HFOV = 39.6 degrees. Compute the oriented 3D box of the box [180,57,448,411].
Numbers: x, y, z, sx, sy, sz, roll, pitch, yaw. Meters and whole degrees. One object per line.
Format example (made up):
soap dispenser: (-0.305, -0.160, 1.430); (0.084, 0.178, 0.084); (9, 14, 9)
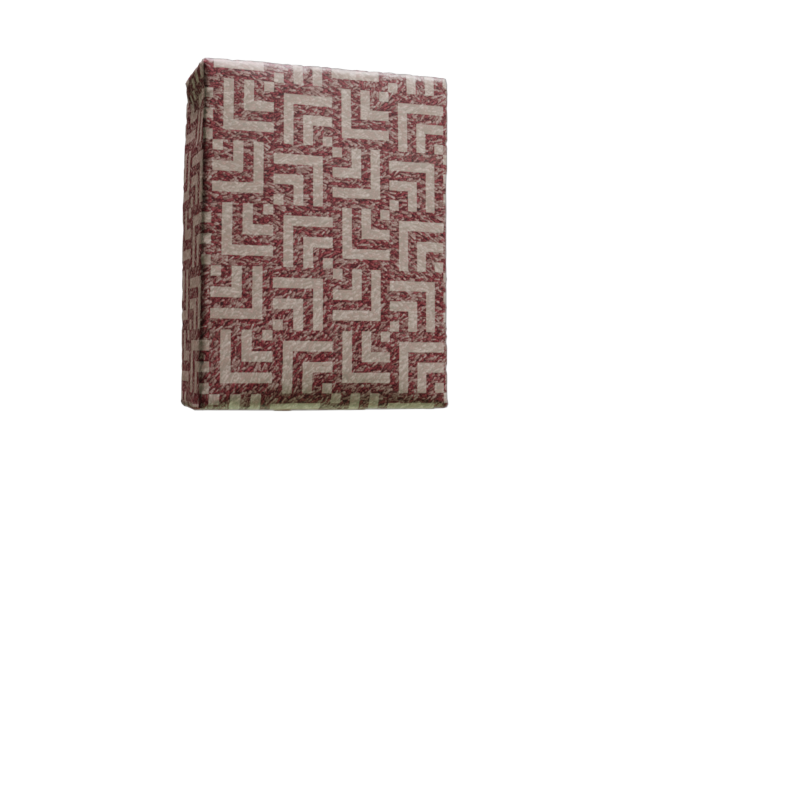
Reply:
box: (-0.056, -0.102, 0.712); (0.160, 0.217, 0.073); (1, -5, -20)
